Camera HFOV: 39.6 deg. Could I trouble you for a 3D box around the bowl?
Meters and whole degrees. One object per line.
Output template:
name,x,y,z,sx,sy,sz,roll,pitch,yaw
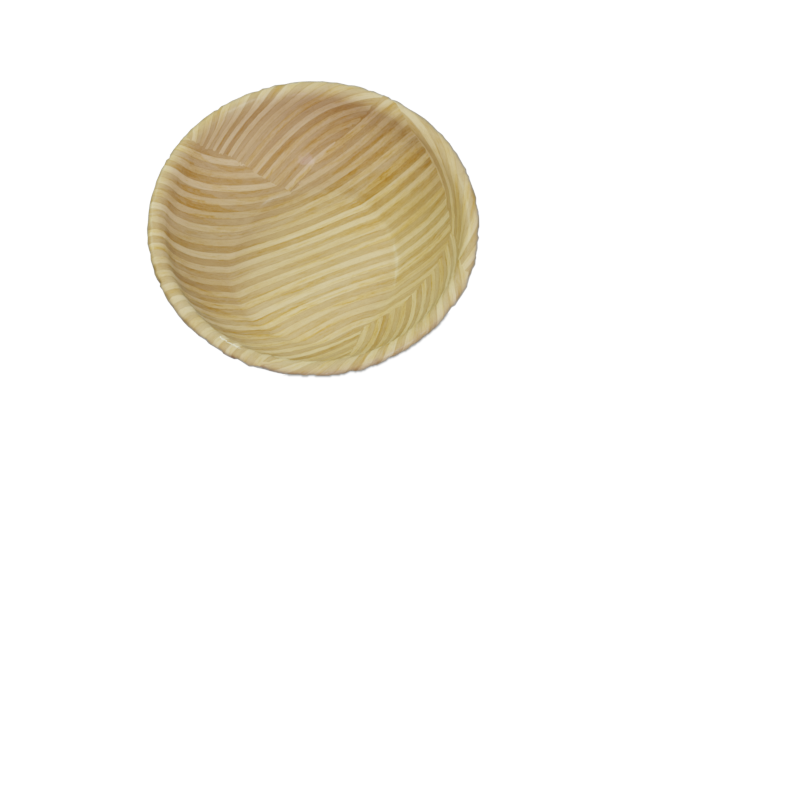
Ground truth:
bowl,-0.044,-0.080,0.561,0.162,0.171,0.052,-1,-24,-1
